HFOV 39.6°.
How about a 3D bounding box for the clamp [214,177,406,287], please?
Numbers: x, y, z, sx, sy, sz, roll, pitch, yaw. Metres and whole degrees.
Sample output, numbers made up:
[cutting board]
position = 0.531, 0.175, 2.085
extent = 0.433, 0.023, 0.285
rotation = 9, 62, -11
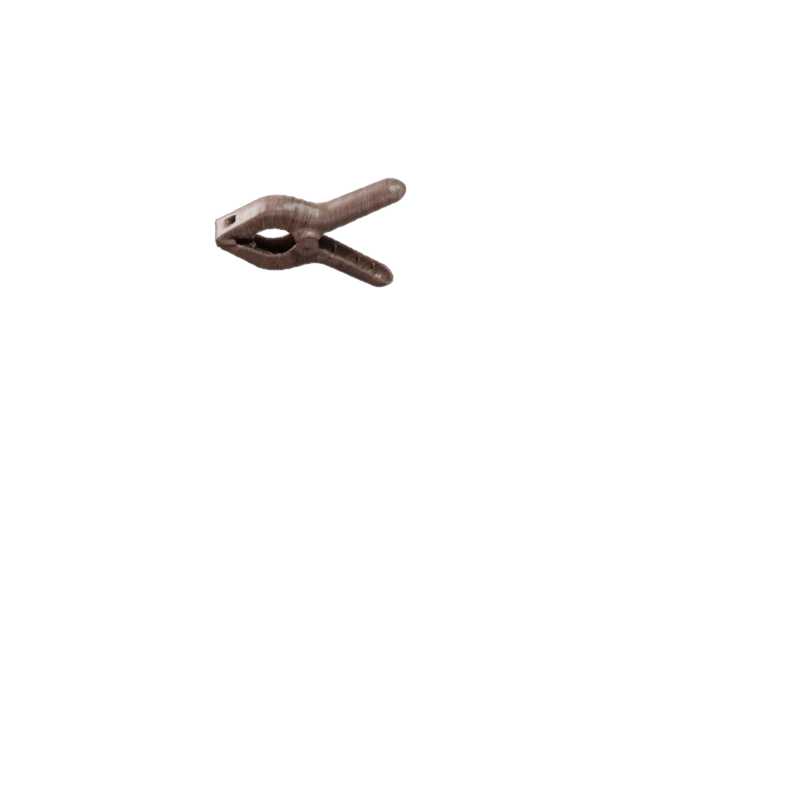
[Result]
[clamp]
position = -0.078, -0.142, 0.995
extent = 0.172, 0.112, 0.042
rotation = -4, 39, 3
